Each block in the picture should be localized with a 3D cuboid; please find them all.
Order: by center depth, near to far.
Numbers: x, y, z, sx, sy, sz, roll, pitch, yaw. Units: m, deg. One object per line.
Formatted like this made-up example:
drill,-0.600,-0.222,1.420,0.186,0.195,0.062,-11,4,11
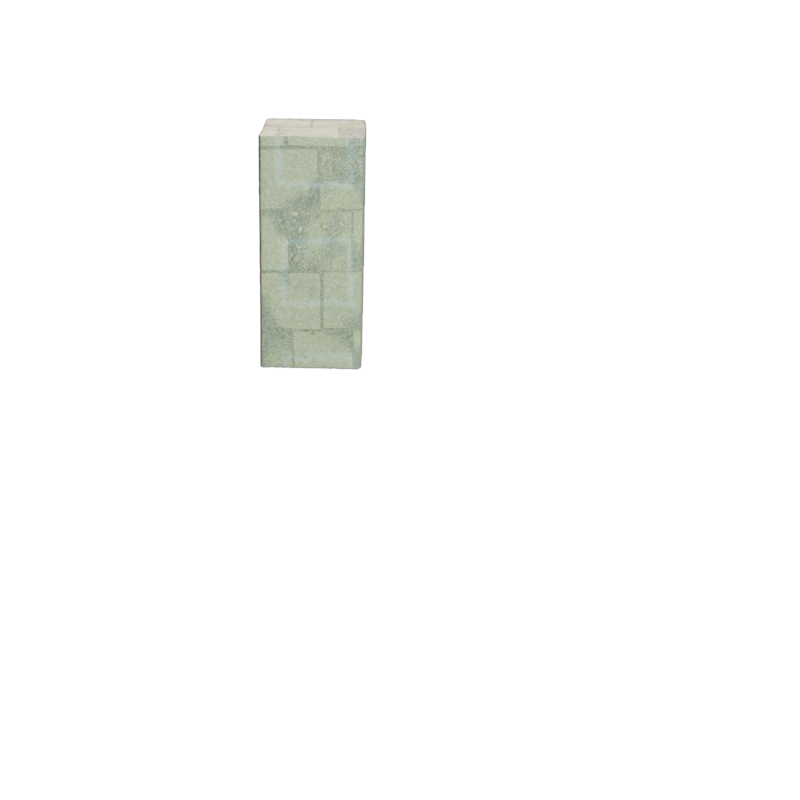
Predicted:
block,-0.077,-0.141,0.984,0.091,0.198,0.094,1,18,0
